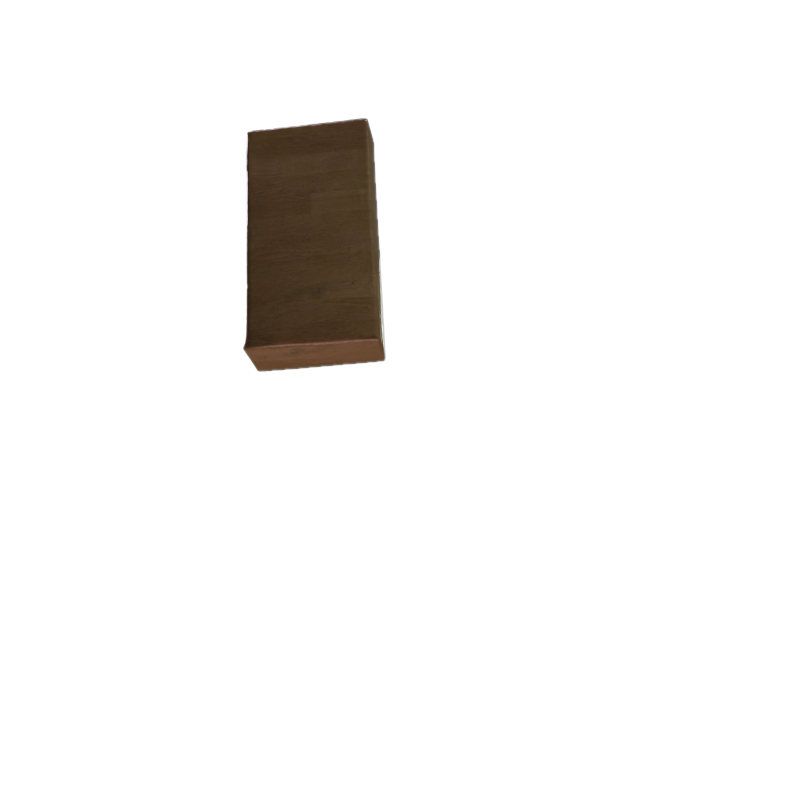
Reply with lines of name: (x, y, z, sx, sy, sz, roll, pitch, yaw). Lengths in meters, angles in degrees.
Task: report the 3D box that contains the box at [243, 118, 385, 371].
box: (-0.061, -0.112, 0.785, 0.094, 0.187, 0.045, -6, -28, 7)
